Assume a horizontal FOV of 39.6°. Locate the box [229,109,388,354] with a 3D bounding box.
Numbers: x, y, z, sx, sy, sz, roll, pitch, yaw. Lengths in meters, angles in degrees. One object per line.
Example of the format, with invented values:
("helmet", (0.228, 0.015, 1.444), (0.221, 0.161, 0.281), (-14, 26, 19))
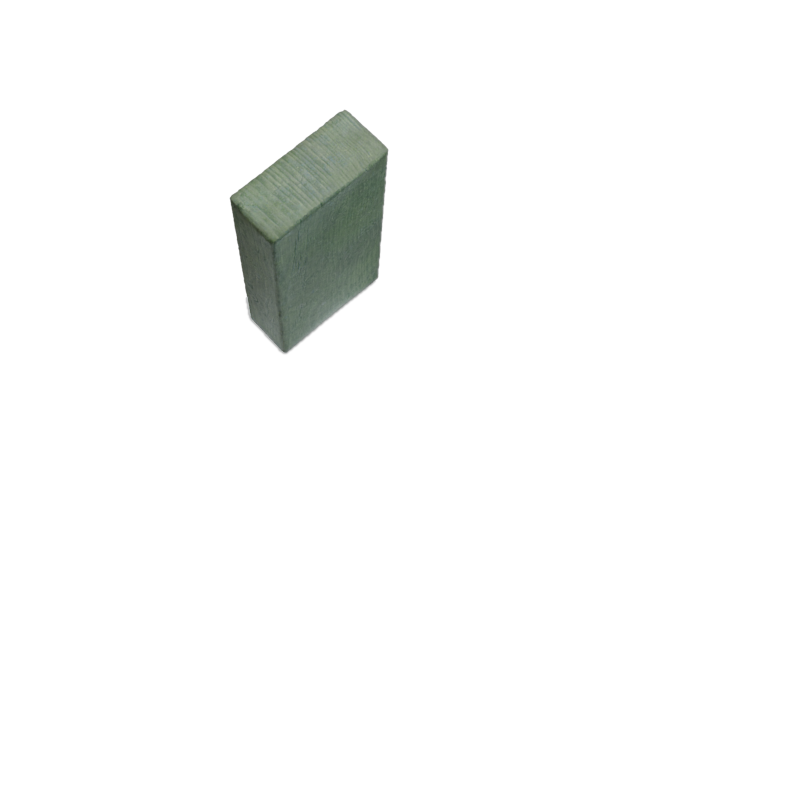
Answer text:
("box", (-0.056, -0.101, 0.712), (0.094, 0.050, 0.168), (-41, -11, -15))
